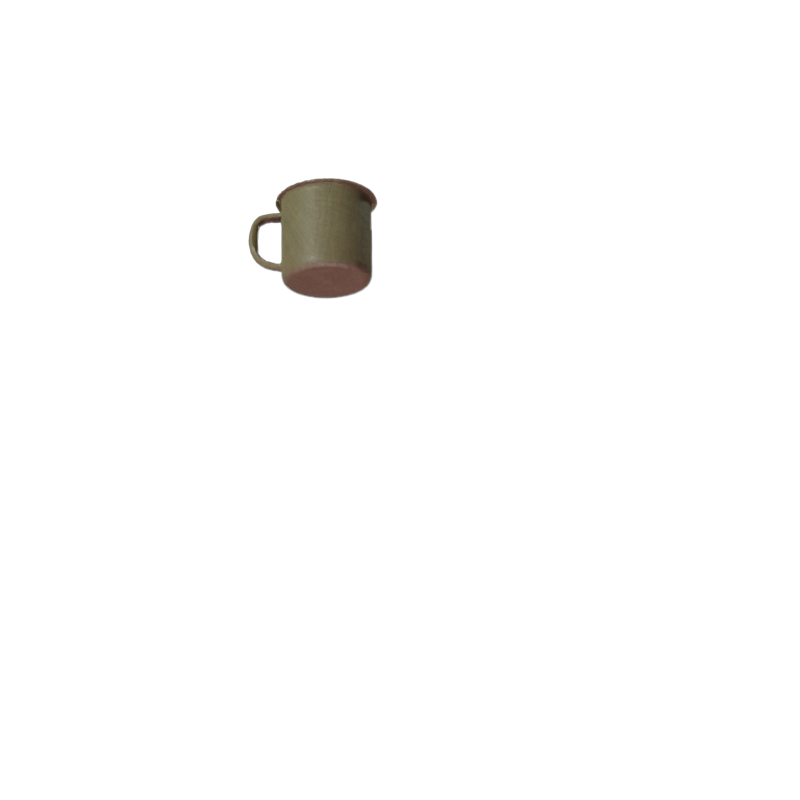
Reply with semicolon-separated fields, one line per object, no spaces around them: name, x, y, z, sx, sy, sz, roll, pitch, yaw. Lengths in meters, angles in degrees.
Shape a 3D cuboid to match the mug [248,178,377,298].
mug;-0.078;-0.143;1.000;0.117;0.086;0.089;0;-21;-2
